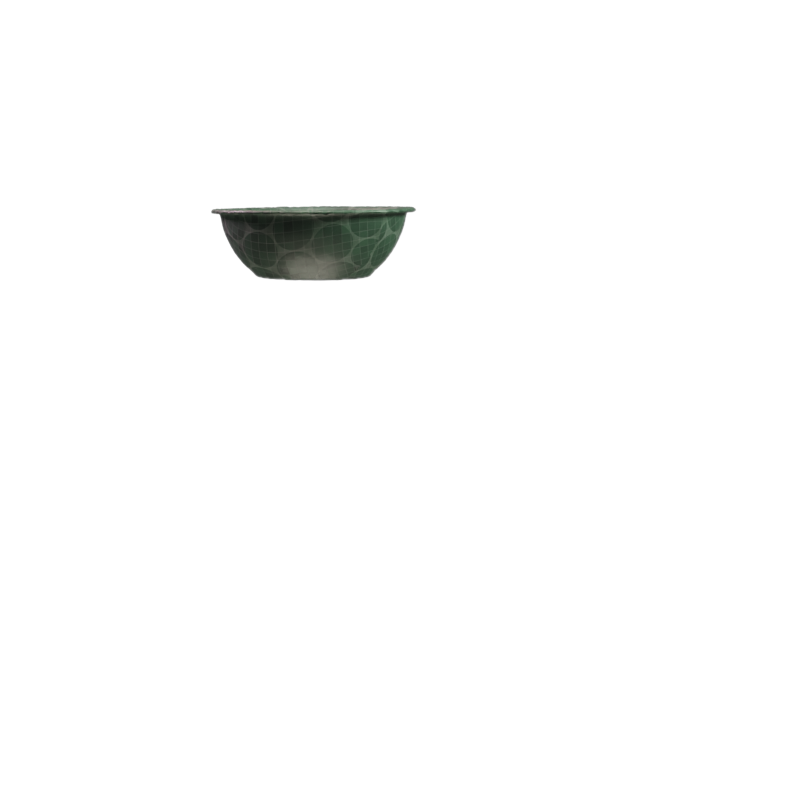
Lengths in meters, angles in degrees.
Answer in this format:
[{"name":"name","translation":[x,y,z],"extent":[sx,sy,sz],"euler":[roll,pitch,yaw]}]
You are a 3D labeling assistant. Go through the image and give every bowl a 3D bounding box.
[{"name":"bowl","translation":[-0.069,-0.125,0.878],"extent":[0.162,0.054,0.165],"euler":[0,10,-2]}]
